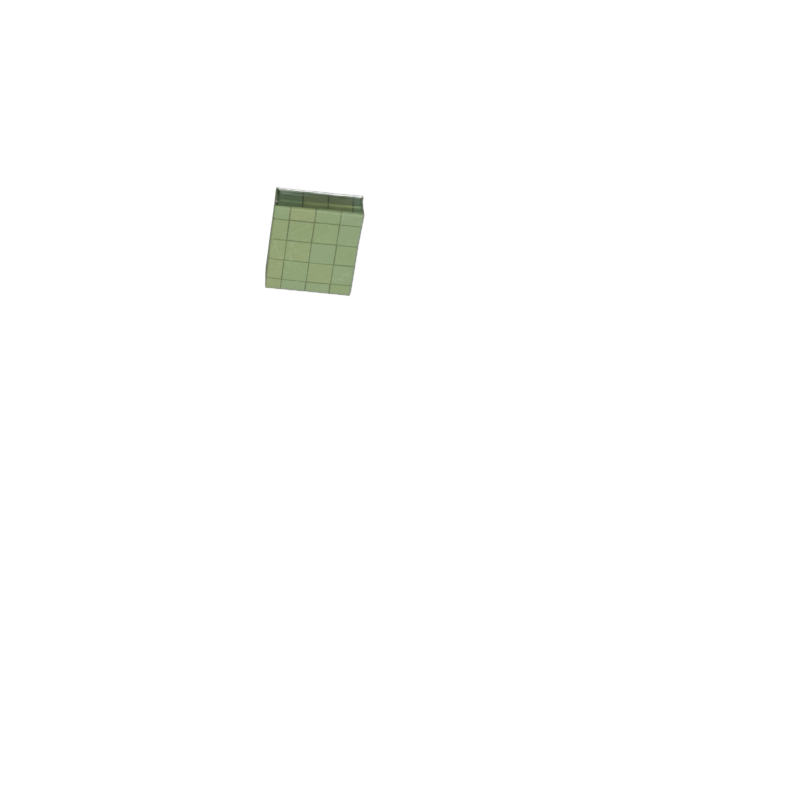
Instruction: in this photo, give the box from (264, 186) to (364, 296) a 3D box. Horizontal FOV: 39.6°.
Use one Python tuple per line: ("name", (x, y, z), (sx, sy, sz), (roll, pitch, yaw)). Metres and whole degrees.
("box", (-0.072, -0.131, 0.915), (0.072, 0.084, 0.032), (6, 40, -6))
